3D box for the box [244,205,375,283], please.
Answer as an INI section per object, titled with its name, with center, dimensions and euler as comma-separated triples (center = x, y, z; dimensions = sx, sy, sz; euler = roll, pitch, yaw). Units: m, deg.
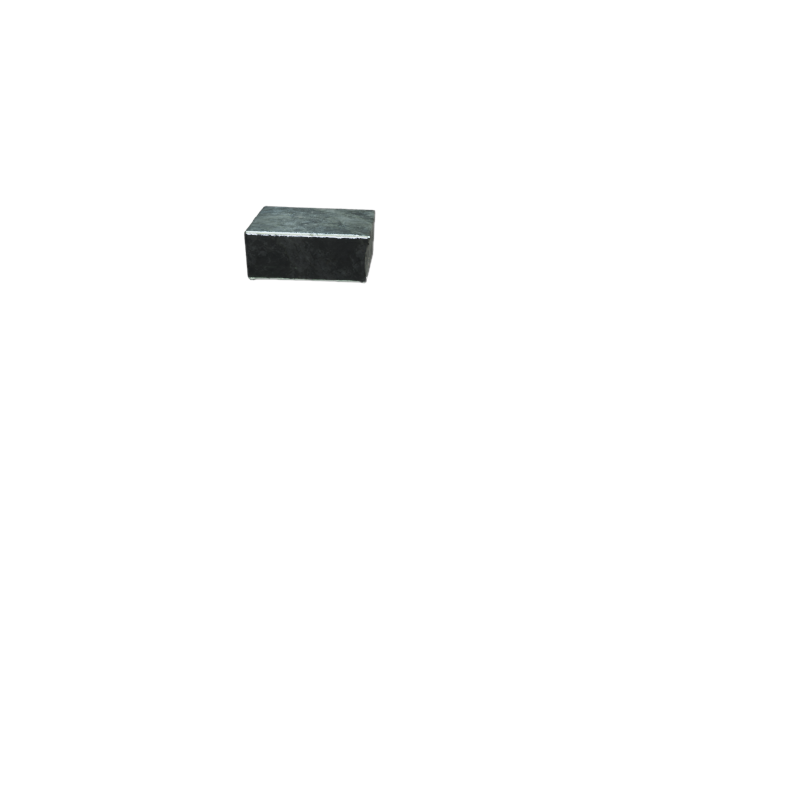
[box]
center = -0.065, -0.119, 0.831
dimensions = 0.090, 0.037, 0.118
euler = 1, 20, 2
